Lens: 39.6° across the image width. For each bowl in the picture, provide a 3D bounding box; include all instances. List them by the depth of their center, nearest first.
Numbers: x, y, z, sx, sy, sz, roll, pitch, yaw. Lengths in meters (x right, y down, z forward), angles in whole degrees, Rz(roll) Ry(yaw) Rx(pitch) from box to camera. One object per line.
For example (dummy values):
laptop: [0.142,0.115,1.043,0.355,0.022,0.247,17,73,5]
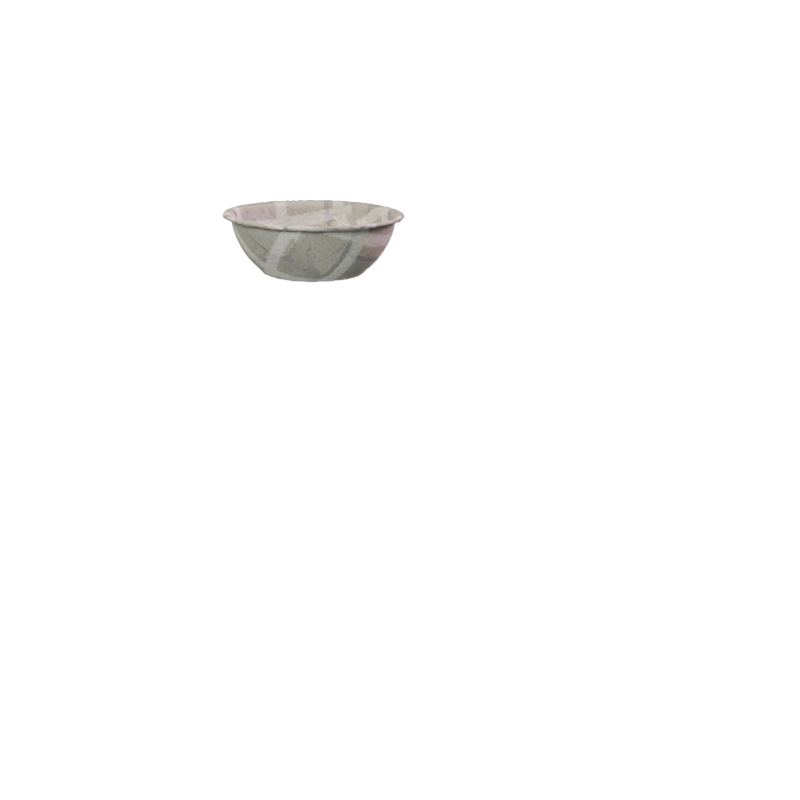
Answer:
bowl: [-0.078,-0.142,0.993,0.162,0.053,0.168,-1,17,-2]
